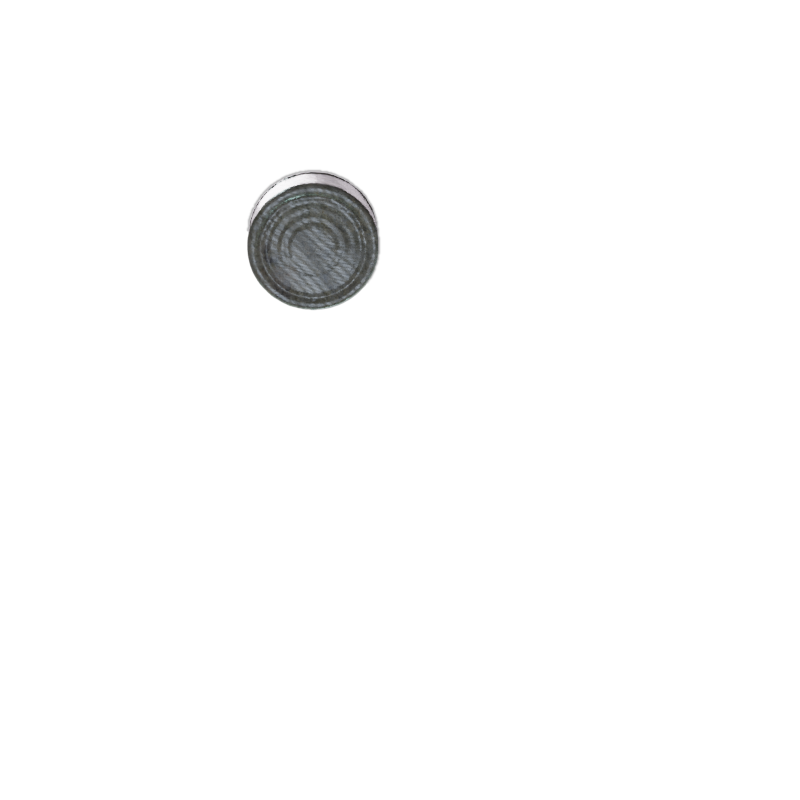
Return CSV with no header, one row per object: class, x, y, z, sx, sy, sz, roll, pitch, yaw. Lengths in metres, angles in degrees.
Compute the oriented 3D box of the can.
can,-0.056,-0.102,0.716,0.086,0.082,0.035,0,19,-1
